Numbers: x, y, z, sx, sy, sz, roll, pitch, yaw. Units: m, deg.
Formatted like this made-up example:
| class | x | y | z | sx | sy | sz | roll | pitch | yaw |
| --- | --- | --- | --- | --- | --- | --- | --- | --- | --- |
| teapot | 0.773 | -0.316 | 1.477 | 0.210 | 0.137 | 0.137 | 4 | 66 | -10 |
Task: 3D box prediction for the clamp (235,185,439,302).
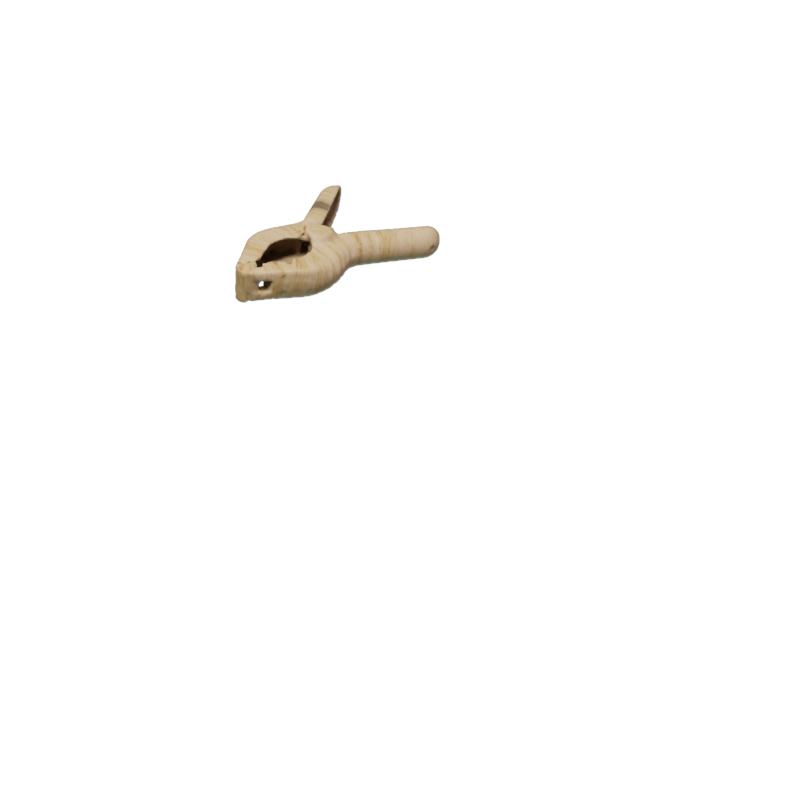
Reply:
| class | x | y | z | sx | sy | sz | roll | pitch | yaw |
| --- | --- | --- | --- | --- | --- | --- | --- | --- | --- |
| clamp | -0.068 | -0.124 | 0.866 | 0.169 | 0.037 | 0.129 | -21 | 35 | -34 |
